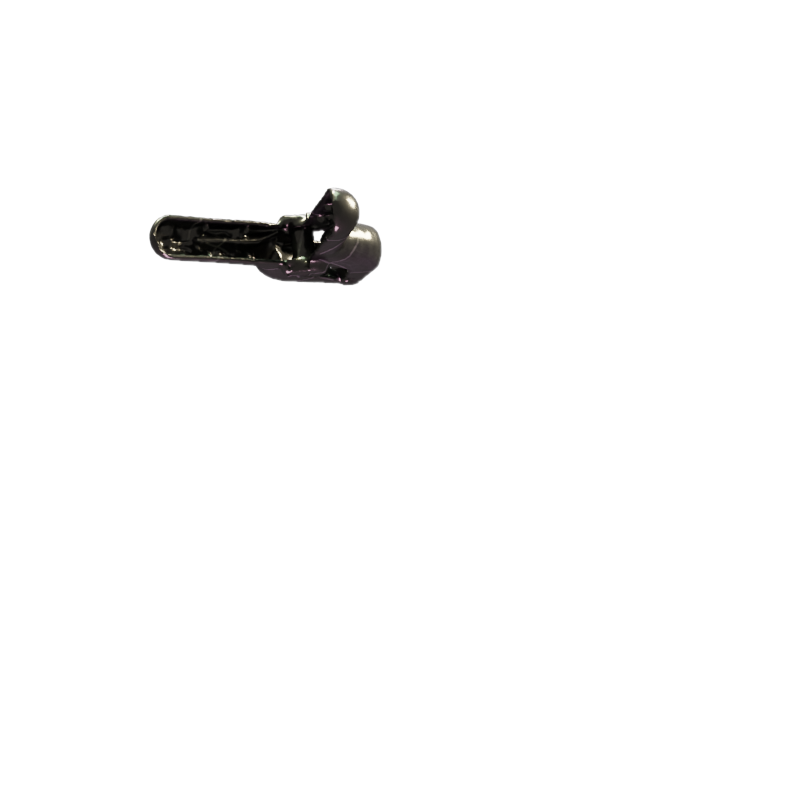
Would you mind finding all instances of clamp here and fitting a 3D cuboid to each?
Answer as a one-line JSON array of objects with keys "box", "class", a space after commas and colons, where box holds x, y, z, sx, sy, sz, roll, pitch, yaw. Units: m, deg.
[{"box": [-0.051, -0.093, 0.652, 0.124, 0.039, 0.165, 0, 1, 29], "class": "clamp"}]
